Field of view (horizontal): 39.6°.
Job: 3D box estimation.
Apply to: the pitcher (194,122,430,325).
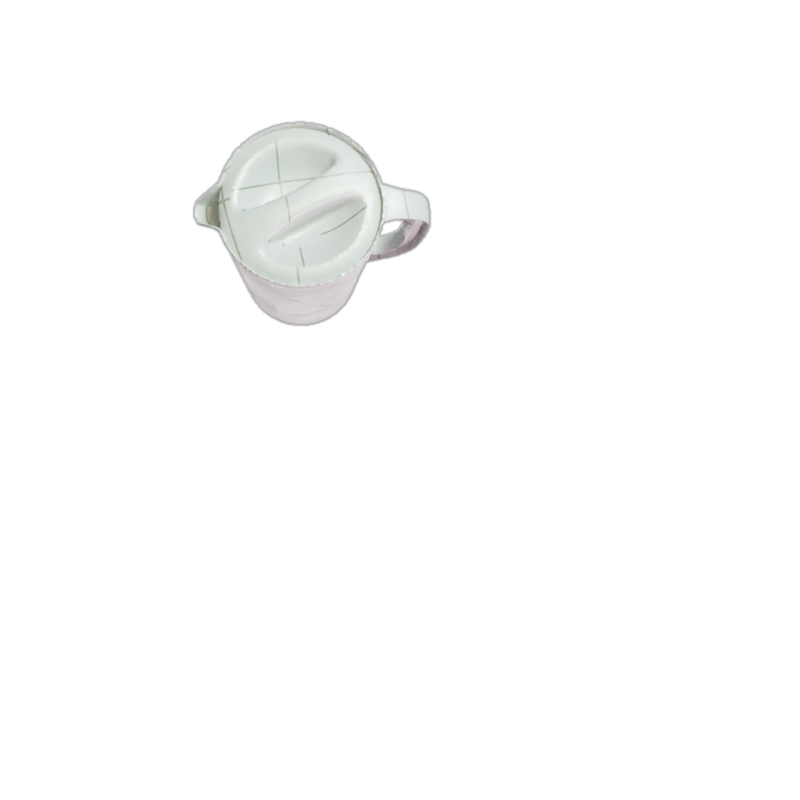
[{"bbox_3d":[-0.076,-0.138,0.968,0.152,0.146,0.237,41,-9,4],"label":"pitcher"}]
